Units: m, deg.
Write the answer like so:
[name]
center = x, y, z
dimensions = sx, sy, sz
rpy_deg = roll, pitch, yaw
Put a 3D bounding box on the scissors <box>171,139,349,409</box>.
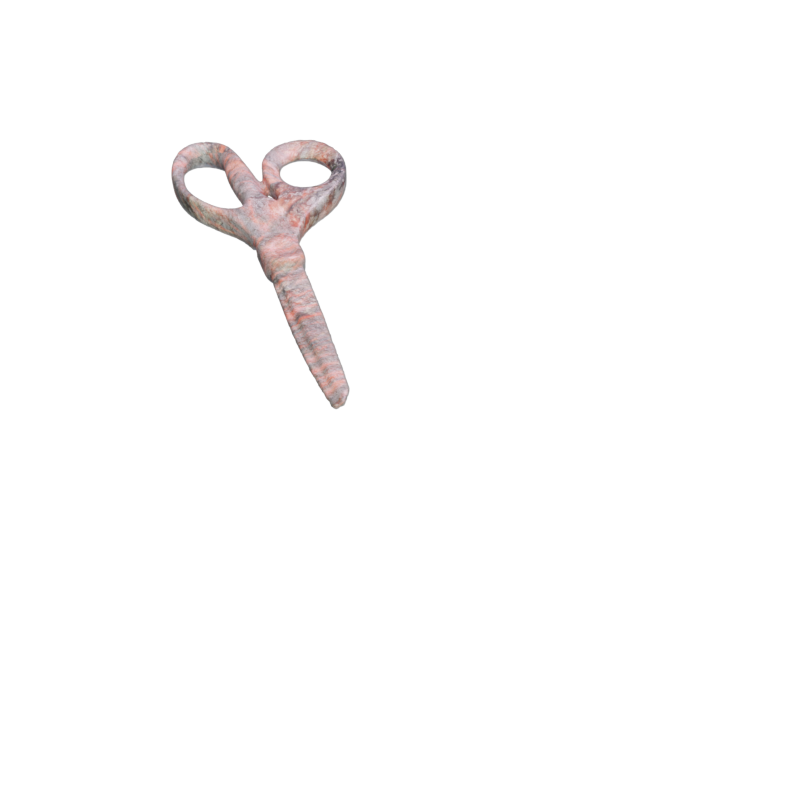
[scissors]
center = -0.040, -0.073, 0.512
dimensions = 0.095, 0.015, 0.218
rpy_deg = -21, 45, -23
